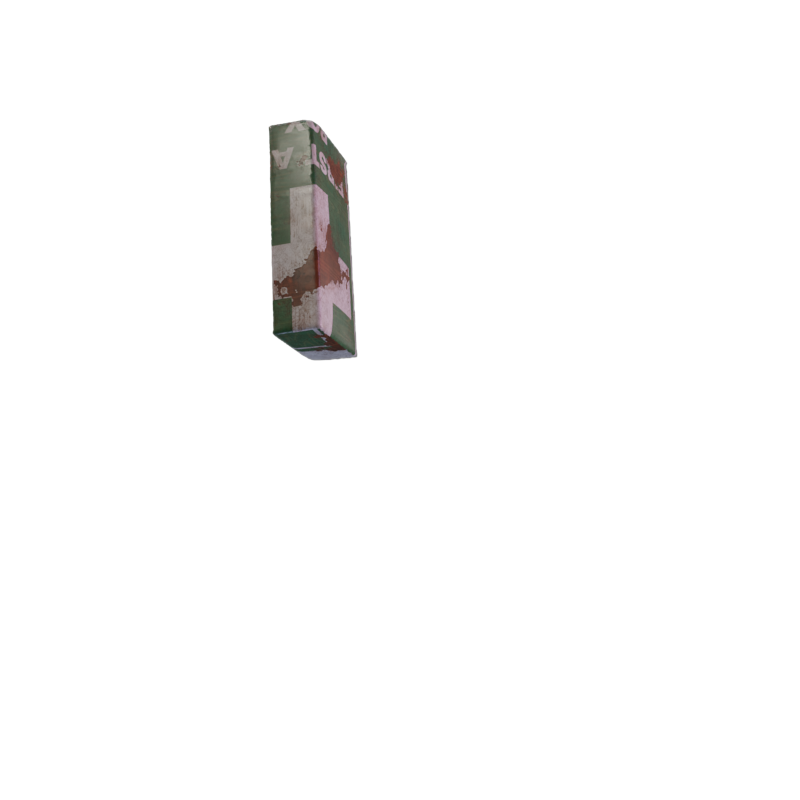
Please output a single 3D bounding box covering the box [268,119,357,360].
[{"bbox_3d":[-0.069,-0.127,0.890,0.049,0.184,0.088,-7,-19,15],"label":"box"}]
